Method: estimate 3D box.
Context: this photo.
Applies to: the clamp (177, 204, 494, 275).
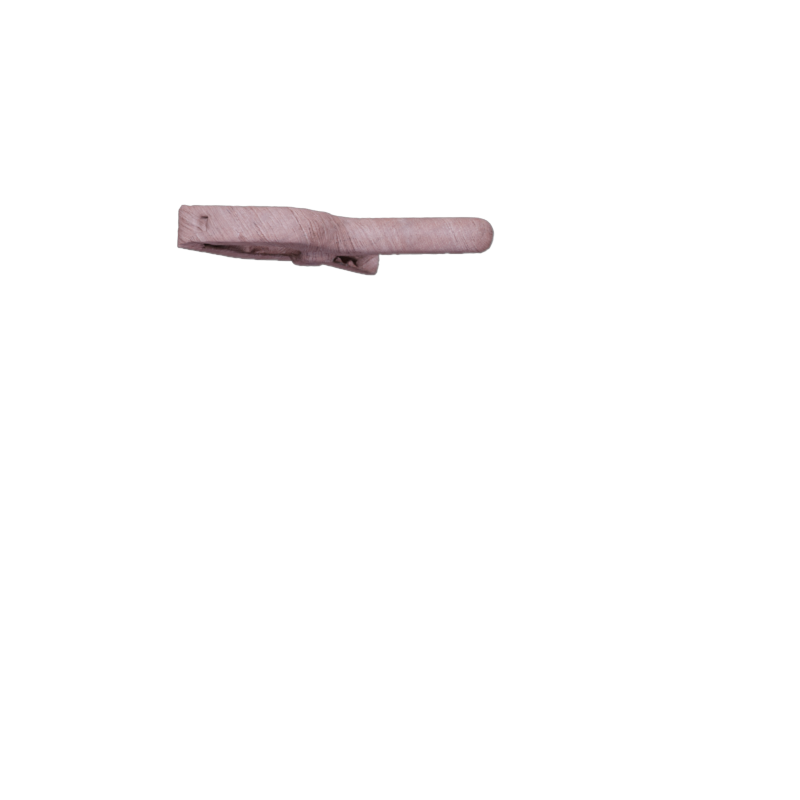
[{"bbox_3d":[-0.062,-0.114,0.797,0.204,0.037,0.167,1,-2,-23],"label":"clamp"}]
